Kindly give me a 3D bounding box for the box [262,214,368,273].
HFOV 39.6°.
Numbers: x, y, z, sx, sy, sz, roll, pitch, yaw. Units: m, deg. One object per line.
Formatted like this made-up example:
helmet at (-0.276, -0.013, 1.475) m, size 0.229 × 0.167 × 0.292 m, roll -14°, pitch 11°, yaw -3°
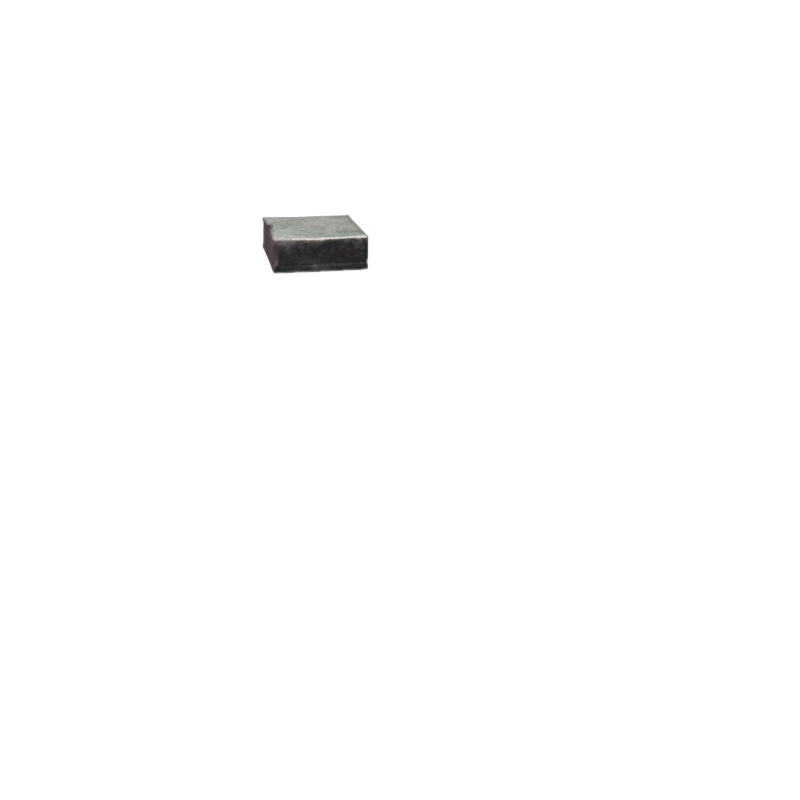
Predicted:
box at (-0.068, -0.125, 0.873) m, size 0.072 × 0.029 × 0.094 m, roll -3°, pitch 20°, yaw -10°
